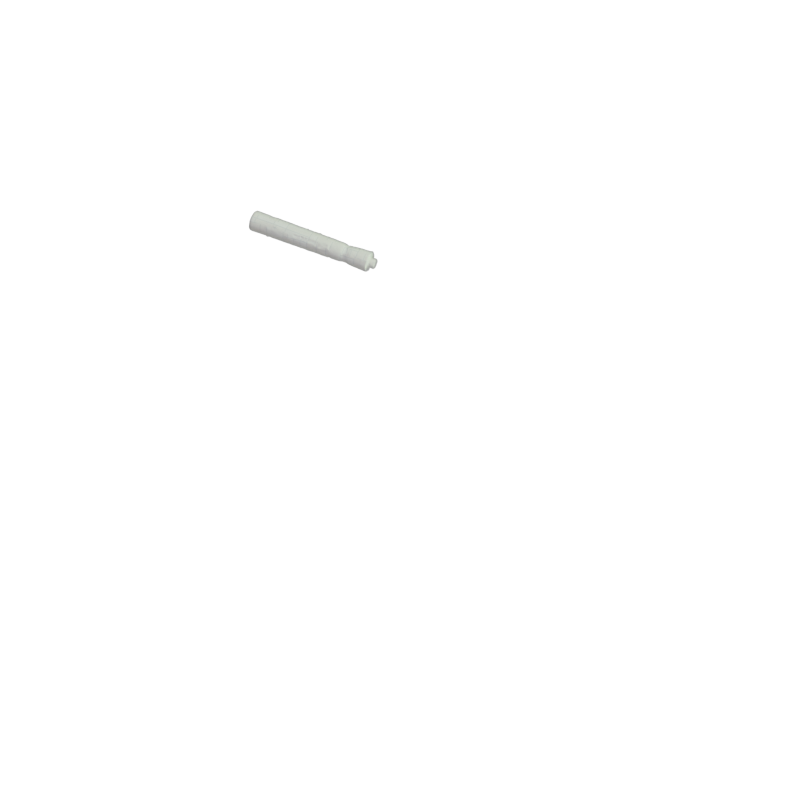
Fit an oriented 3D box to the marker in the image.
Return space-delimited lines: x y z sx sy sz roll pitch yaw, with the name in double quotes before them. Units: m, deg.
"marker" -0.077 -0.140 0.982 0.125 0.019 0.019 22 10 17
